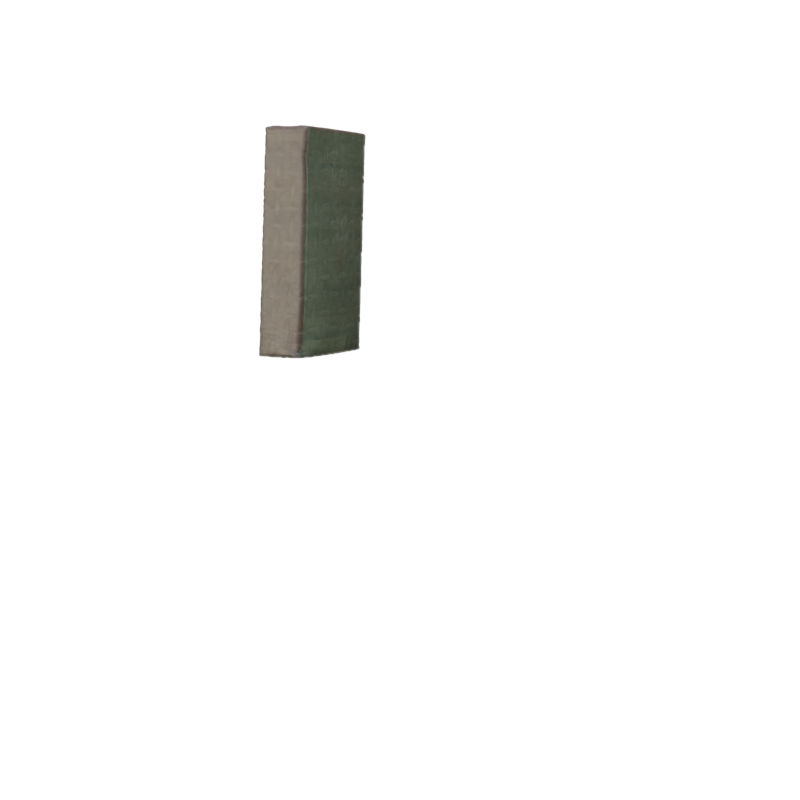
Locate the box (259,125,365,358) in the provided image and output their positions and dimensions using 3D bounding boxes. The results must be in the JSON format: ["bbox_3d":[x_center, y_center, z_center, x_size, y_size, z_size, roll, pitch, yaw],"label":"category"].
[{"bbox_3d":[-0.068,-0.124,0.869,0.050,0.176,0.090,0,2,29],"label":"box"}]
